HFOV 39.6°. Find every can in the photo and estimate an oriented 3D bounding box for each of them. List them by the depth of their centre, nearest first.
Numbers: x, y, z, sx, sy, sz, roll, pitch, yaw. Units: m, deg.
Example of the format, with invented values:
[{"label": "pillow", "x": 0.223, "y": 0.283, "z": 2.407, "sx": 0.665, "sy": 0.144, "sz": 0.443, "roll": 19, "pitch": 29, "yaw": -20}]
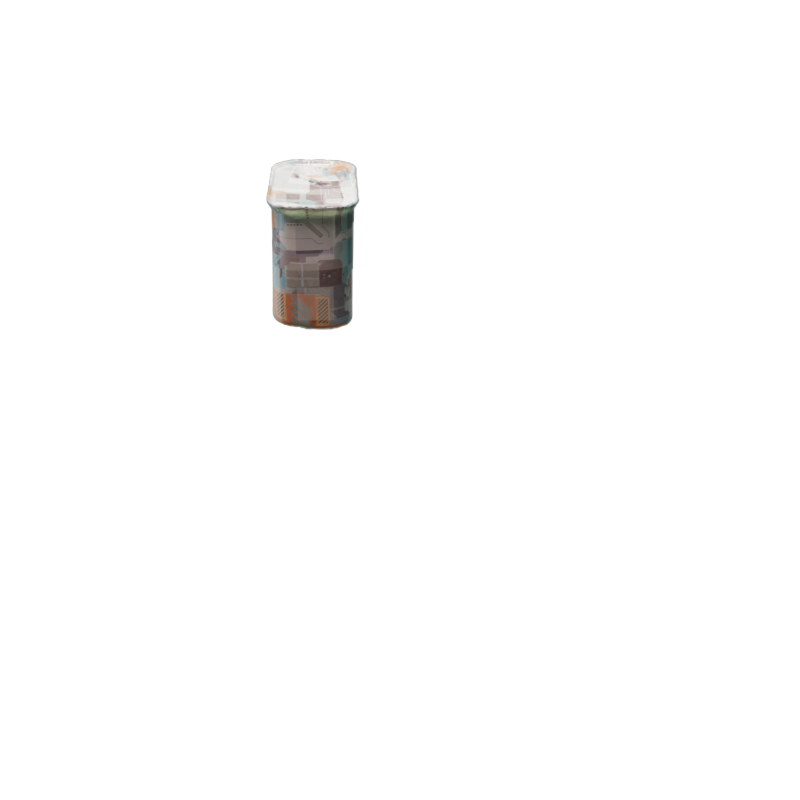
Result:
[{"label": "can", "x": -0.057, "y": -0.104, "z": 0.727, "sx": 0.057, "sy": 0.080, "sz": 0.107, "roll": 0, "pitch": 25, "yaw": -3}]
